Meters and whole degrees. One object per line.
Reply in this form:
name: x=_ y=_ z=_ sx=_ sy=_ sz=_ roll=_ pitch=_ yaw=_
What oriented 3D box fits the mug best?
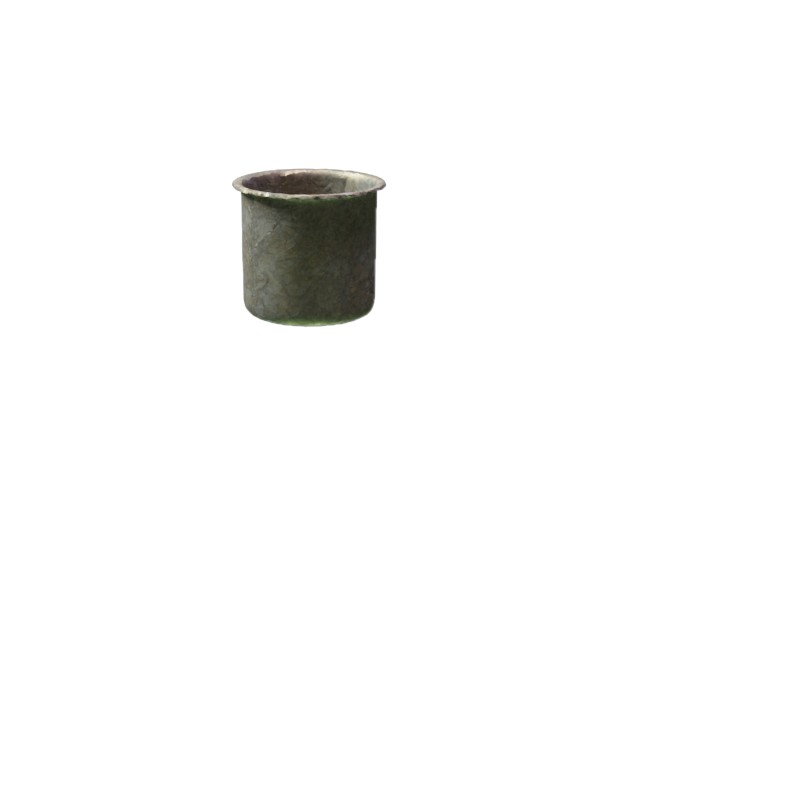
mug: x=-0.054 y=-0.099 z=0.690 sx=0.095 sy=0.079 sz=0.120 roll=3 pitch=19 yaw=9
